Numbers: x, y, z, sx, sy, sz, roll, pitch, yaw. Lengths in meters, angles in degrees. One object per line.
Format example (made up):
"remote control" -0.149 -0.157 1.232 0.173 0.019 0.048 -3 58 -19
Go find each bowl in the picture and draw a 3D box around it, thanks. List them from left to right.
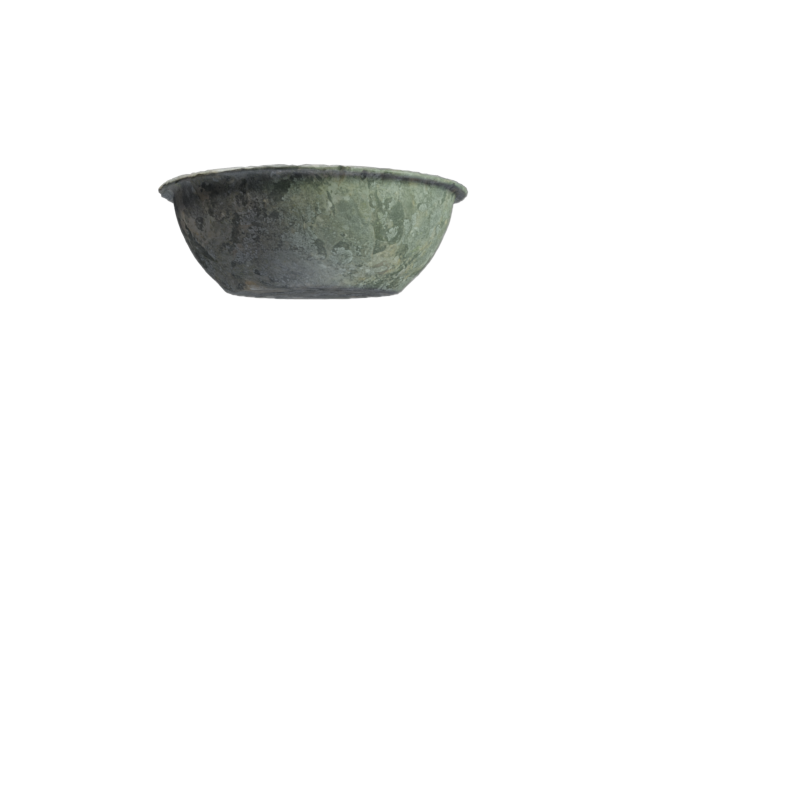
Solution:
"bowl" -0.045 -0.083 0.579 0.162 0.055 0.161 0 1 -2
